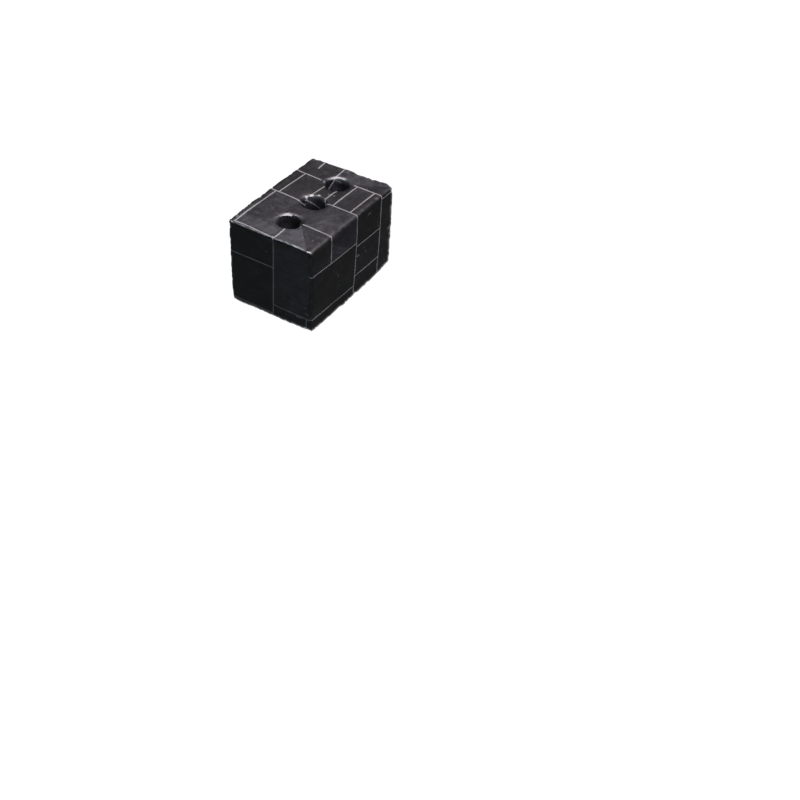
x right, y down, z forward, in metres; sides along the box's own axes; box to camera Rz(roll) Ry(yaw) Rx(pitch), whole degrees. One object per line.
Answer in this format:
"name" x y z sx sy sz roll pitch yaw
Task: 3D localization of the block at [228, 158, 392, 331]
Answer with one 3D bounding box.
"block" -0.046 -0.084 0.585 0.055 0.048 0.080 22 43 23
